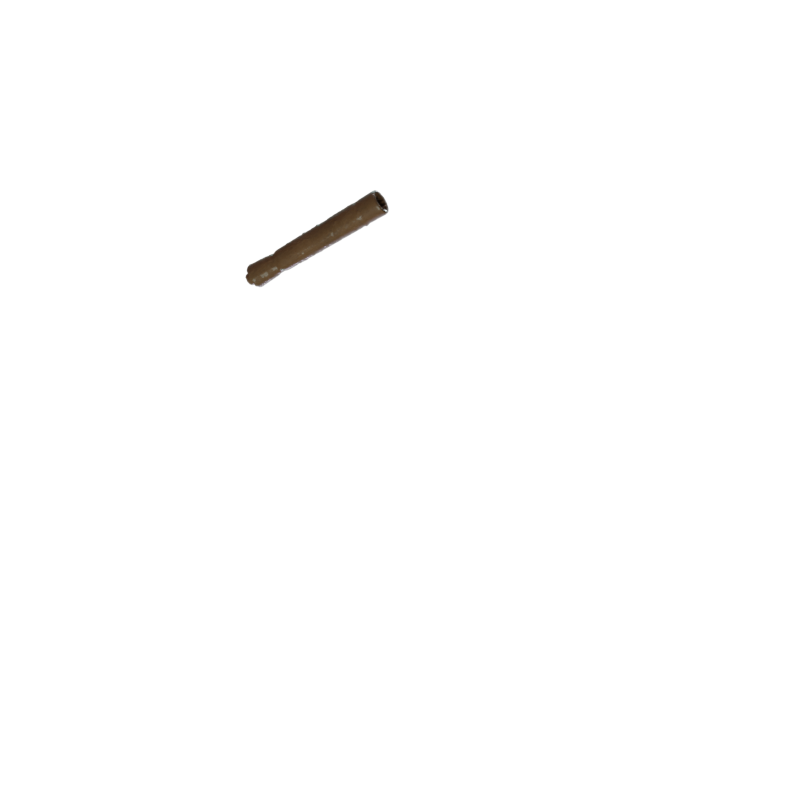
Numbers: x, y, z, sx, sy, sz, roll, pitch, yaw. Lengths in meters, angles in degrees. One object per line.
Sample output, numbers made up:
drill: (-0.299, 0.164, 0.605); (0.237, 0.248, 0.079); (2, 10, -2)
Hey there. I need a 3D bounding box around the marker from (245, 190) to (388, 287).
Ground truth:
marker: (-0.062, -0.114, 0.797); (0.121, 0.020, 0.019); (-27, -8, 24)
